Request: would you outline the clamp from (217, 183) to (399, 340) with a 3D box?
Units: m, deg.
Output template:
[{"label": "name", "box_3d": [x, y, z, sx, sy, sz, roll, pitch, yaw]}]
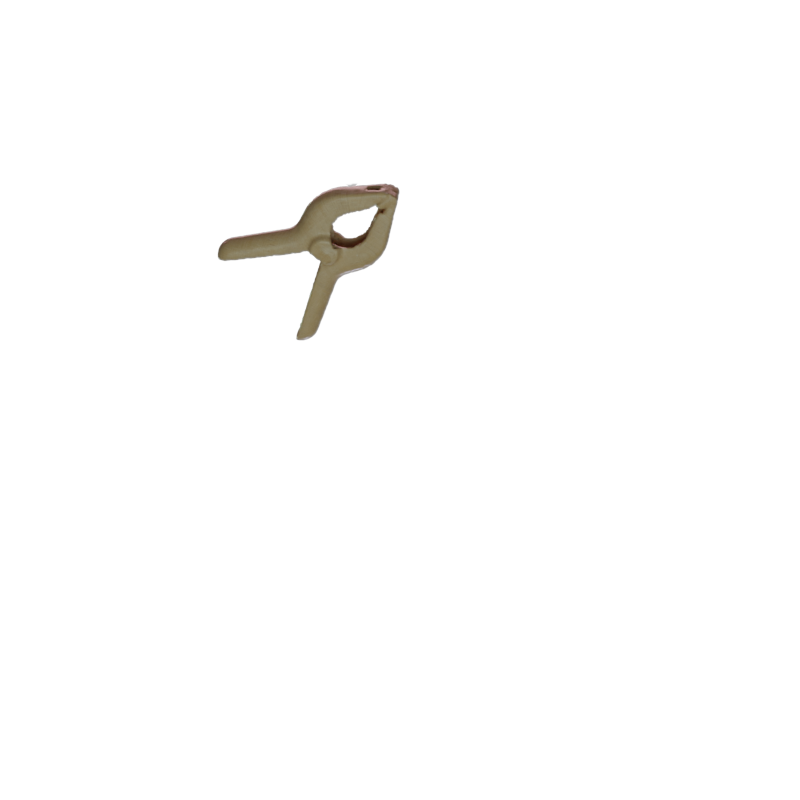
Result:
[{"label": "clamp", "box_3d": [-0.078, -0.142, 0.991, 0.115, 0.169, 0.042, 37, 22, -18]}]
